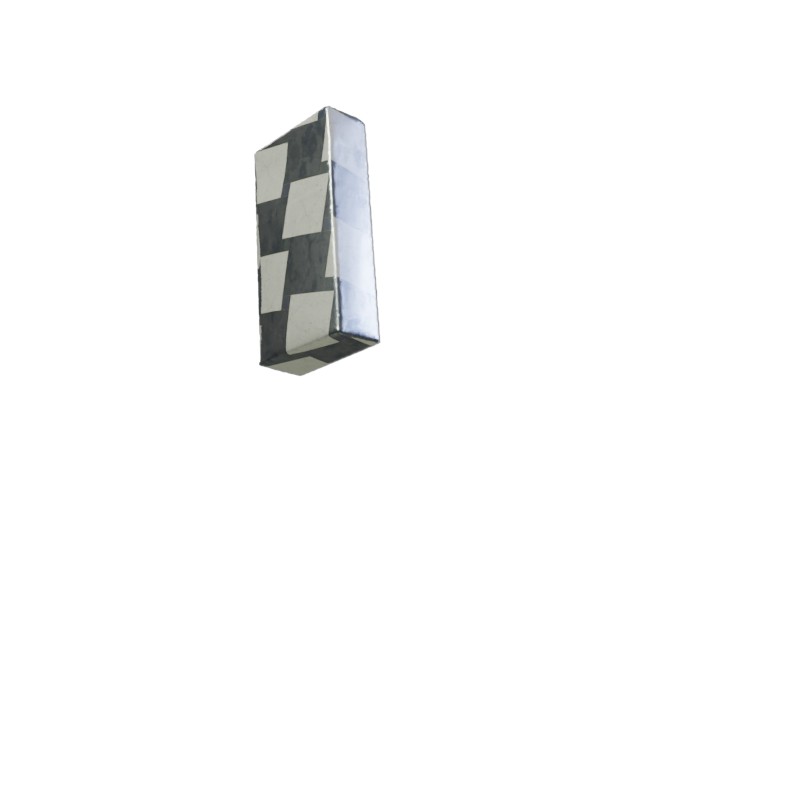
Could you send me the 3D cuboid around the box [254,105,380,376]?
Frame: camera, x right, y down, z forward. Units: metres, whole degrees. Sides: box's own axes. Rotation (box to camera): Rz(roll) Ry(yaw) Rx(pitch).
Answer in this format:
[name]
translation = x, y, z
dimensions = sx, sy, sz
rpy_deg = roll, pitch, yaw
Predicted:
[box]
translation = -0.063, -0.115, 0.808
dimensions = 0.045, 0.186, 0.094
rpy_deg = 19, -30, -39
